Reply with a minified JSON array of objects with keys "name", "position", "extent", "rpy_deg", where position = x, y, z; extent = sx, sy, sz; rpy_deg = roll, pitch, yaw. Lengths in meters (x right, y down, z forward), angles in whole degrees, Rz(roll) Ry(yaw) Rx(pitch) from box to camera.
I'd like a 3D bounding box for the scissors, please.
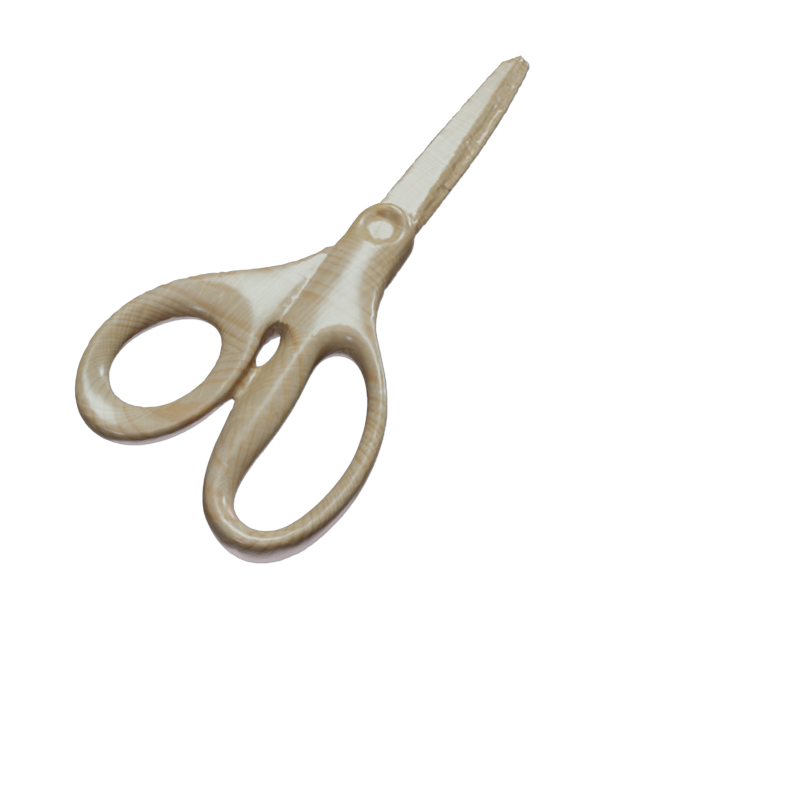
[{"name":"scissors","position":[-0.027,-0.048,0.339],"extent":[0.098,0.212,0.015],"rpy_deg":[12,-35,9]}]
